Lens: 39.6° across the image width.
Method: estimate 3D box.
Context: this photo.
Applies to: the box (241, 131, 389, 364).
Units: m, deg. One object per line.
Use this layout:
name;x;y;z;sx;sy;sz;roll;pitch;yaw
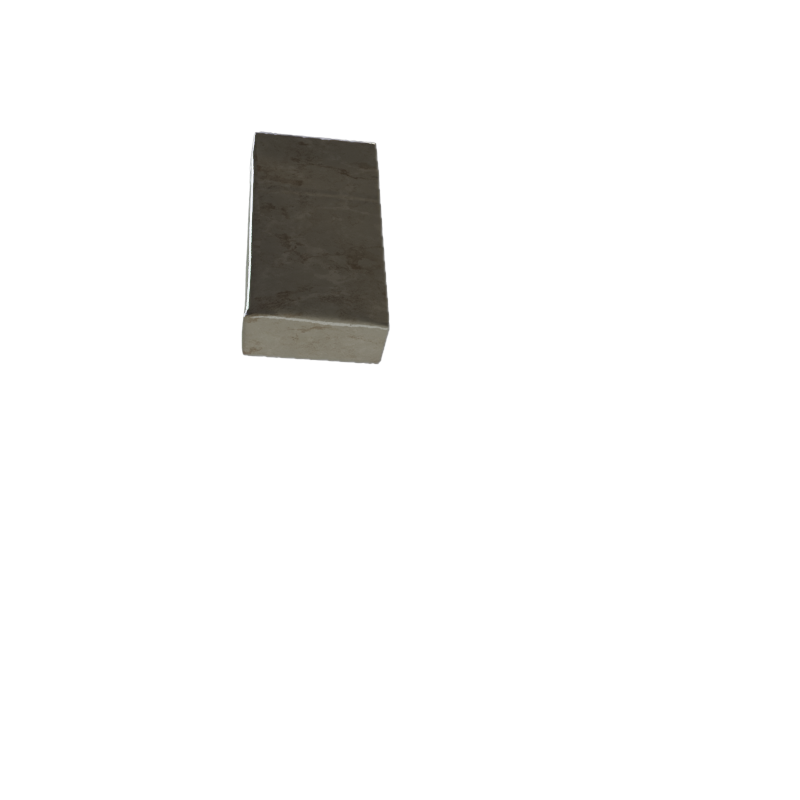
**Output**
box;-0.059;-0.108;0.761;0.092;0.189;0.045;3;-42;-7
